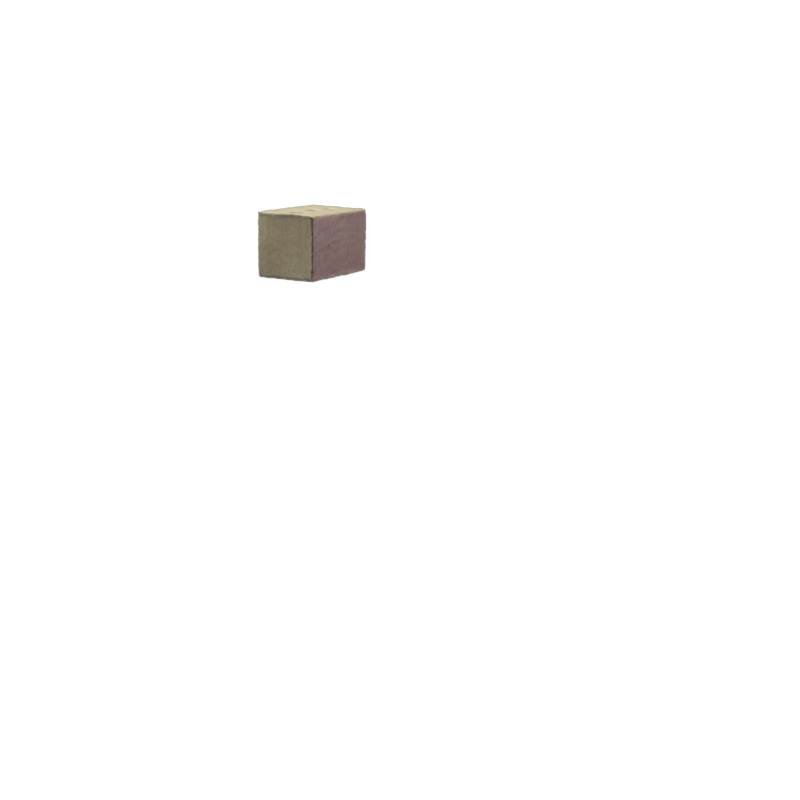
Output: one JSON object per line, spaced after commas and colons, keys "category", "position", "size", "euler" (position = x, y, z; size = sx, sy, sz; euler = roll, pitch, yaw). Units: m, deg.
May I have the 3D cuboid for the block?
{"category": "block", "position": [-0.068, -0.124, 0.866], "size": [0.055, 0.050, 0.077], "euler": [7, 14, 30]}
